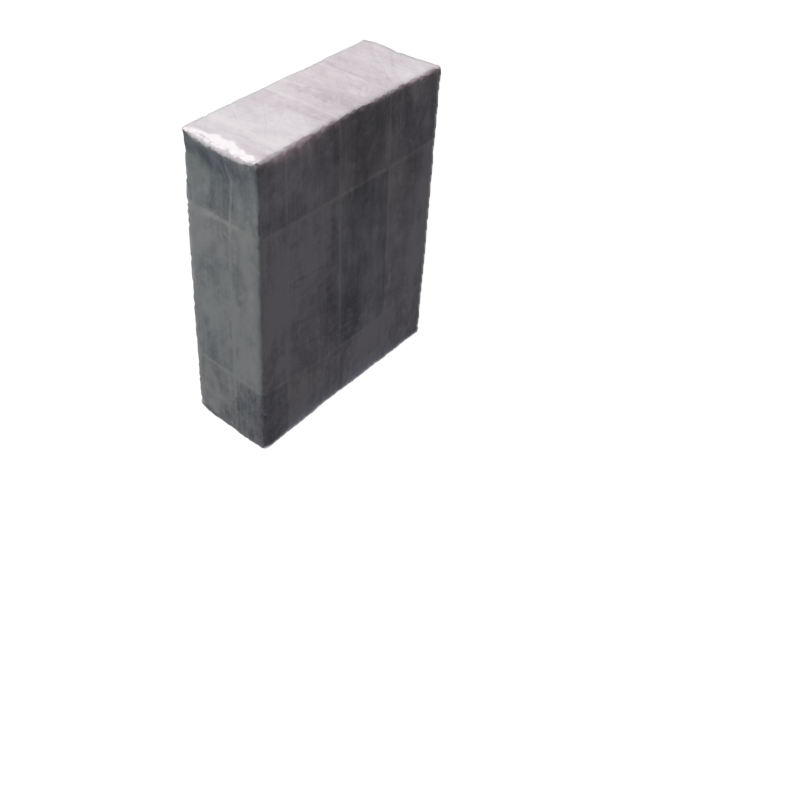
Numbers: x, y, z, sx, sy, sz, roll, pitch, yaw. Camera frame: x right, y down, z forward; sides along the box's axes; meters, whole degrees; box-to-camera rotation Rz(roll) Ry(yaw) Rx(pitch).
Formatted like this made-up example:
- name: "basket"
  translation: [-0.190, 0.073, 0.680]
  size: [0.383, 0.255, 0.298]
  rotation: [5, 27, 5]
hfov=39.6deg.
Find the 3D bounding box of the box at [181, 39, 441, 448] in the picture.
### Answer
- name: "box"
  translation: [-0.055, -0.101, 0.709]
  size: [0.076, 0.200, 0.165]
  rotation: [28, 45, 28]
